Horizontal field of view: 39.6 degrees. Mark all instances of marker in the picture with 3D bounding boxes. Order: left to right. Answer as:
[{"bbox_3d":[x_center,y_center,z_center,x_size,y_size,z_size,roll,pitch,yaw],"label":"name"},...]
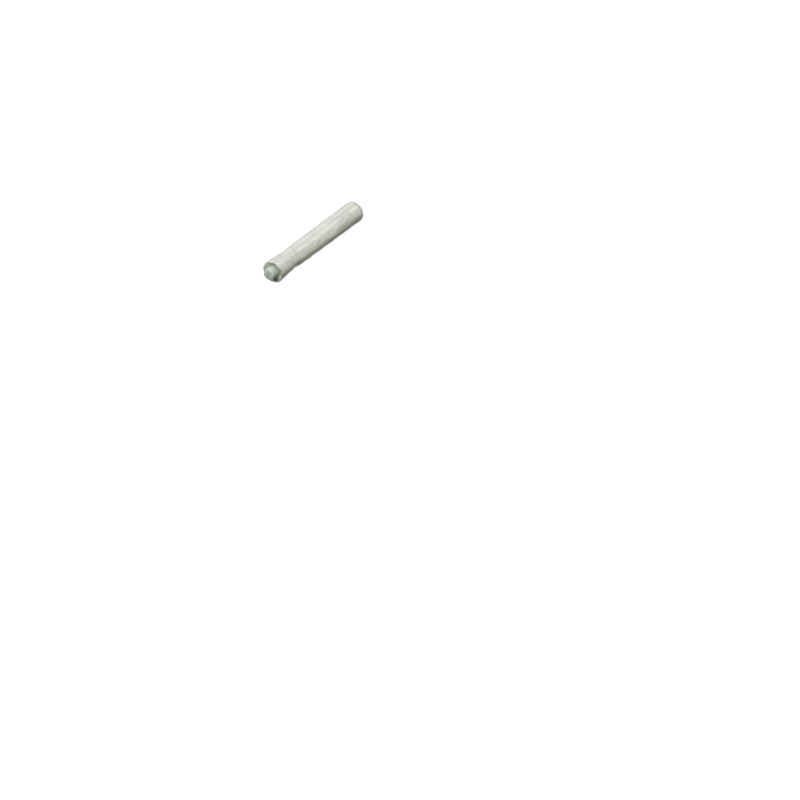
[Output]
[{"bbox_3d":[-0.071,-0.129,0.906,0.020,0.019,0.123,2,33,37],"label":"marker"}]
